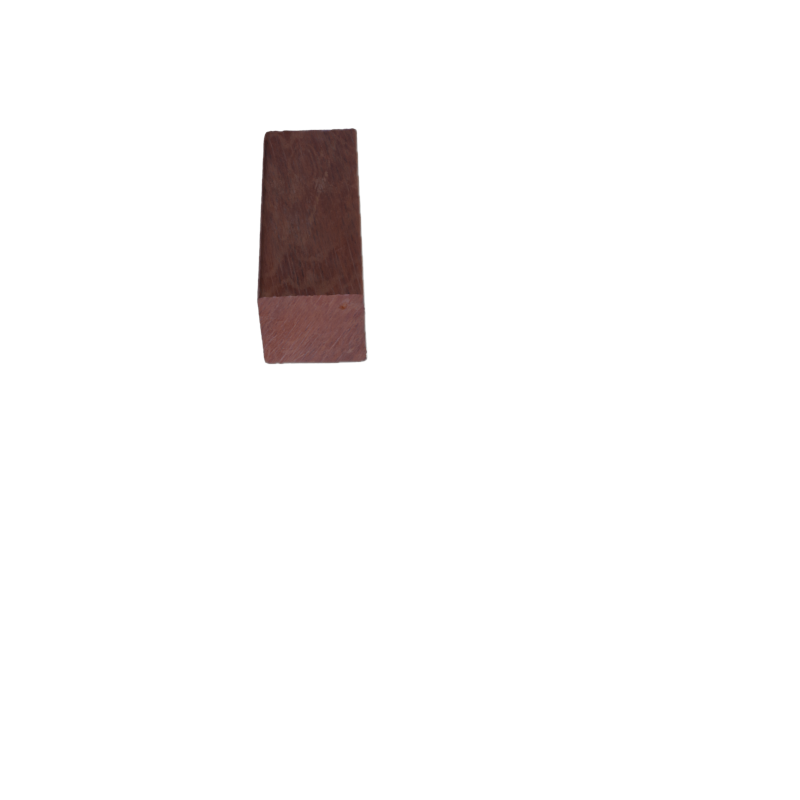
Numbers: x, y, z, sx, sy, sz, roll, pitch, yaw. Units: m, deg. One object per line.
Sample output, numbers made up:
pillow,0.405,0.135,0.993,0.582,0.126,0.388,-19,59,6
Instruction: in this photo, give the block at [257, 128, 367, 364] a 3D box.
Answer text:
block,-0.078,-0.141,0.991,0.090,0.221,0.084,-3,-40,-1
